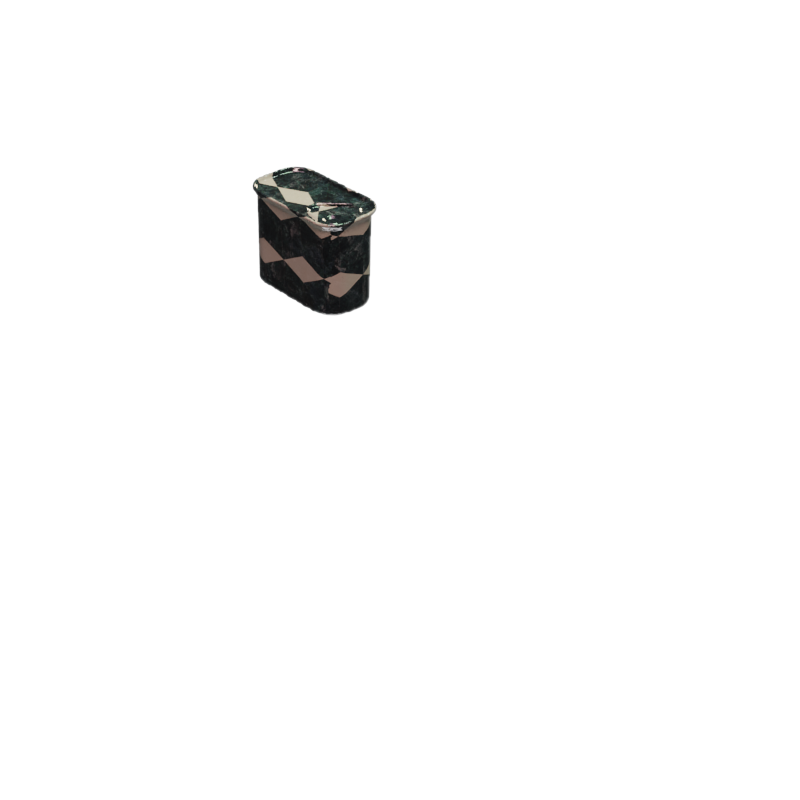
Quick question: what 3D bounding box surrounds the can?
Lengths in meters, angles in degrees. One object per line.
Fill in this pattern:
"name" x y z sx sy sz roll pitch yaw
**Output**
"can" -0.068 -0.124 0.866 0.057 0.079 0.109 -25 42 -36
